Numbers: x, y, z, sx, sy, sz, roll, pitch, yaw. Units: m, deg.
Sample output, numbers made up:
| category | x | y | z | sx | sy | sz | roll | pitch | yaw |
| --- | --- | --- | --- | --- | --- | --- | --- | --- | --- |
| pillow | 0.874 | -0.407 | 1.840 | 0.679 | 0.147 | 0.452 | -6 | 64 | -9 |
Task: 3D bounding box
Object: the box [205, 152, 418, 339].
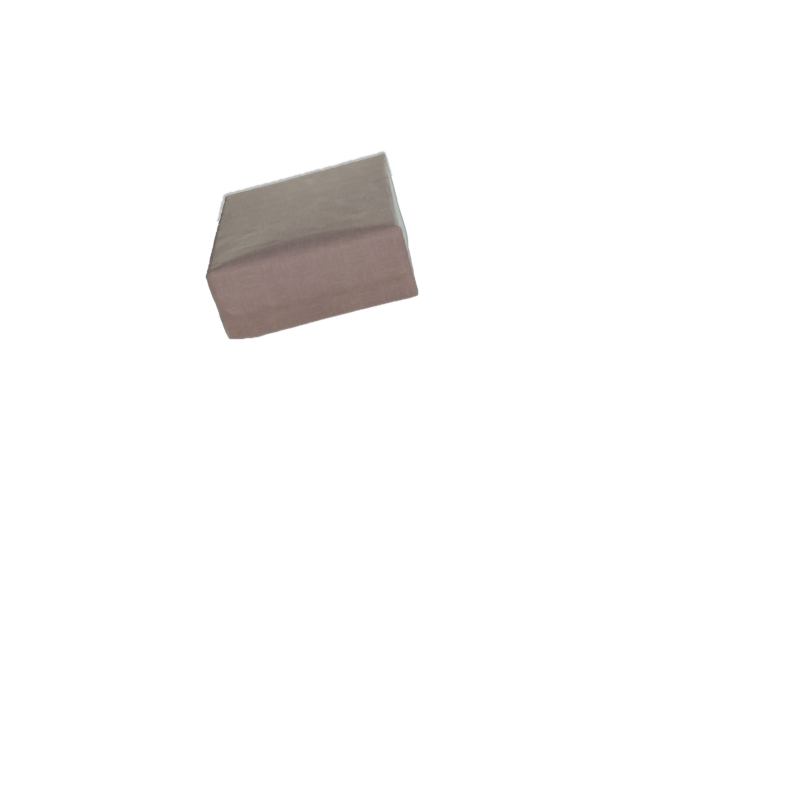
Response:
| category | x | y | z | sx | sy | sz | roll | pitch | yaw |
| --- | --- | --- | --- | --- | --- | --- | --- | --- | --- |
| box | -0.077 | -0.141 | 0.986 | 0.164 | 0.068 | 0.225 | -14 | 26 | 4 |
